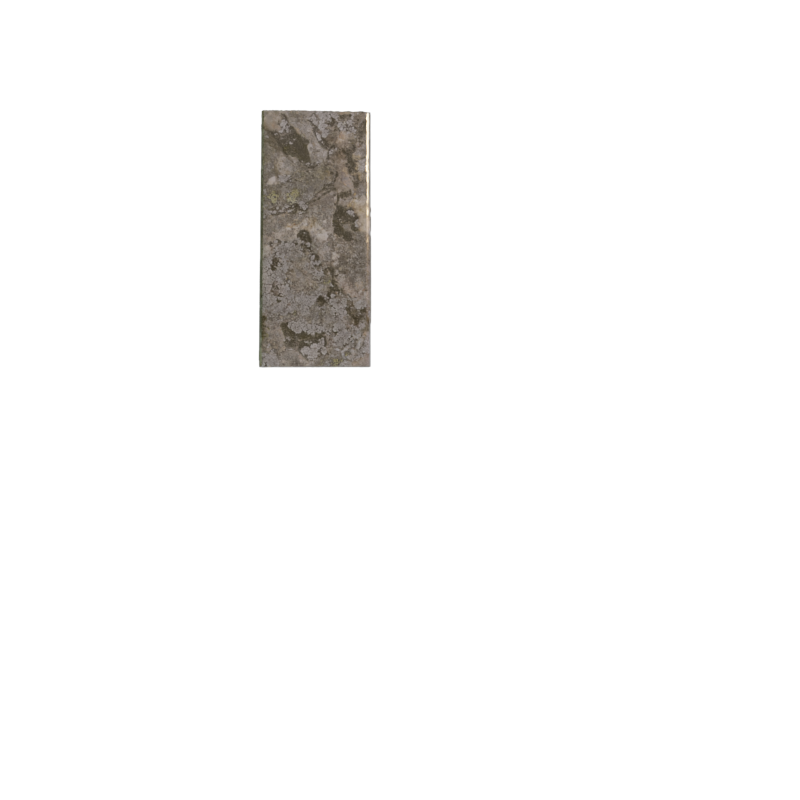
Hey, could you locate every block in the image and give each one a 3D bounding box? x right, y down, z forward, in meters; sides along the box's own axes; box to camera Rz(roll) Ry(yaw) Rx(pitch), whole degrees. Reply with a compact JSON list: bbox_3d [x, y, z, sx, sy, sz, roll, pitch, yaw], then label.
[{"bbox_3d":[-0.072,-0.132,0.927,0.090,0.208,0.090,0,-3,-5],"label":"block"}]
